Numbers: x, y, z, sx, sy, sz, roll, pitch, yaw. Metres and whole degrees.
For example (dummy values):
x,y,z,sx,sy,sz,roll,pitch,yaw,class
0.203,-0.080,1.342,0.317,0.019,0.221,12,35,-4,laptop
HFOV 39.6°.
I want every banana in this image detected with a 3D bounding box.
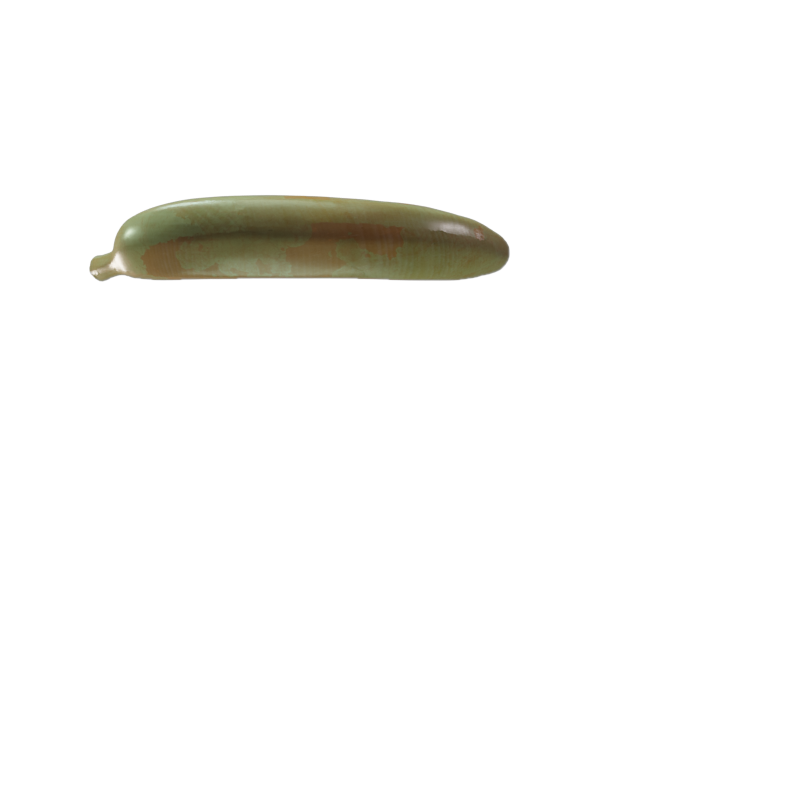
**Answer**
x,y,z,sx,sy,sz,roll,pitch,yaw,class
-0.041,-0.072,0.495,0.196,0.037,0.070,-1,4,-7,banana
